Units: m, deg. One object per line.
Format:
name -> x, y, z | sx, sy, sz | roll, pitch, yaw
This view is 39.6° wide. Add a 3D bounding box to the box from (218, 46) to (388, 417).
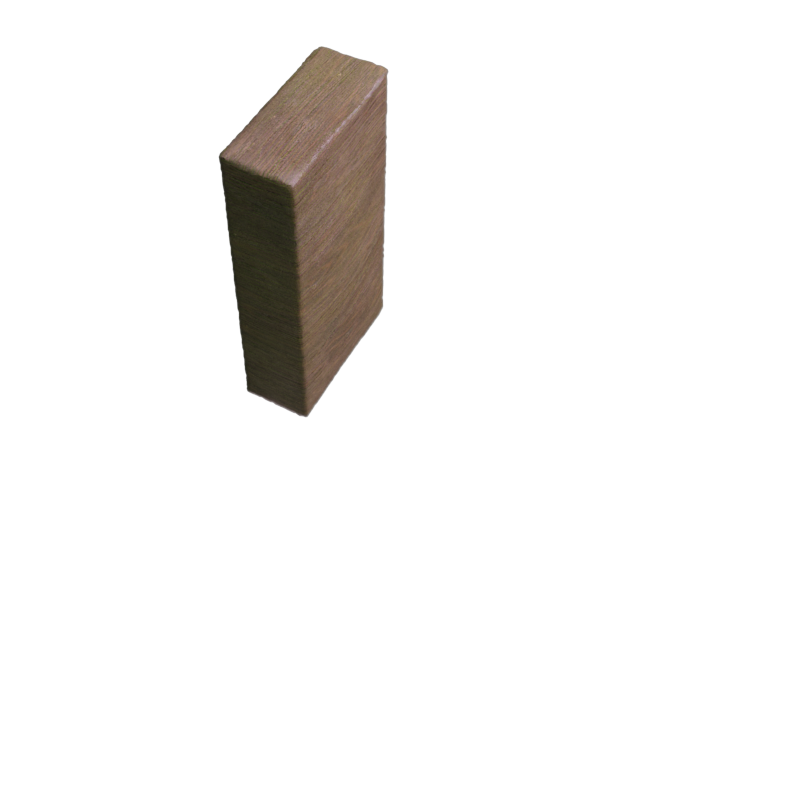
box -> -0.044, -0.080, 0.565 | 0.050, 0.096, 0.164 | 24, -35, 13
